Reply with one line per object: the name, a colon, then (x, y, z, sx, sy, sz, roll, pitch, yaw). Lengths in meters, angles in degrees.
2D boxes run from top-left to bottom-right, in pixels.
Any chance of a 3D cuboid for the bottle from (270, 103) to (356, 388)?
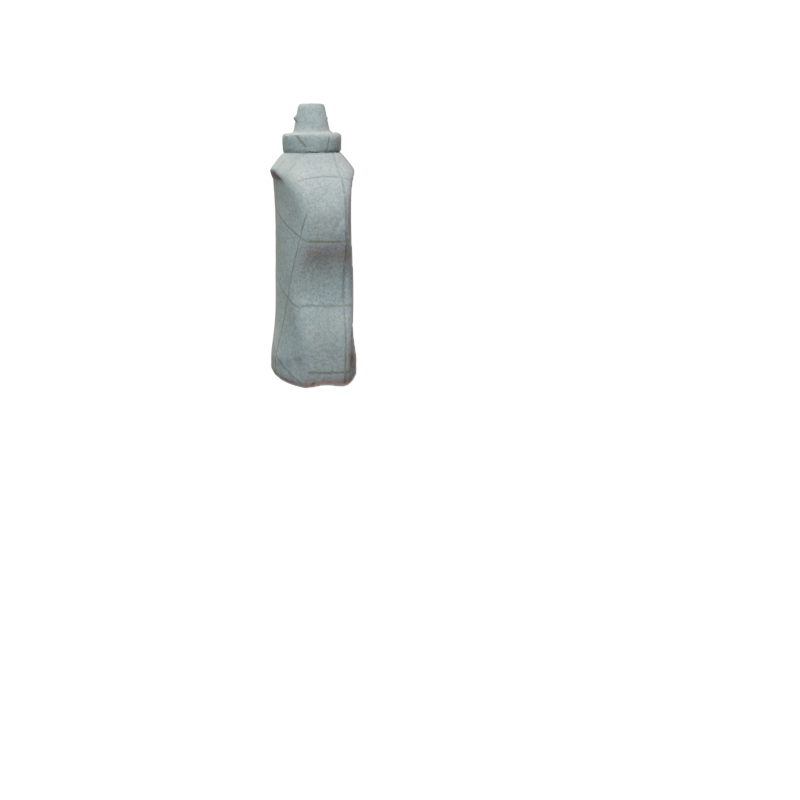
bottle: (-0.061, -0.111, 0.776, 0.057, 0.189, 0.099, -1, 7, -13)
